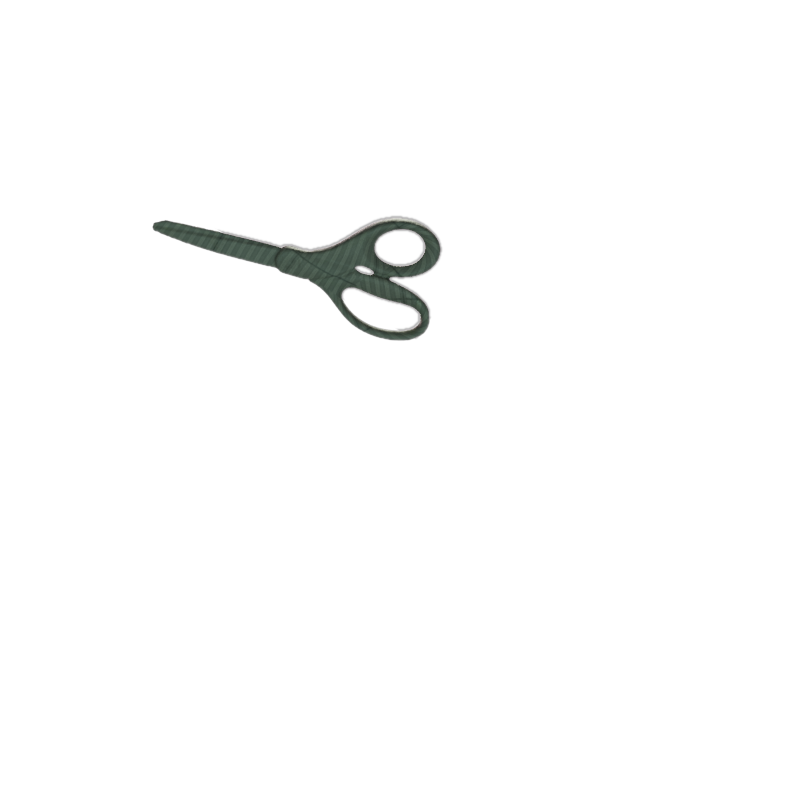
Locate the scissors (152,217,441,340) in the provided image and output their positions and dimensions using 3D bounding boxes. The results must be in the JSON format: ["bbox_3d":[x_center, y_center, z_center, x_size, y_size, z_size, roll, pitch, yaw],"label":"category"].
[{"bbox_3d":[-0.060,-0.109,0.763,0.197,0.094,0.016,29,15,-9],"label":"scissors"}]
